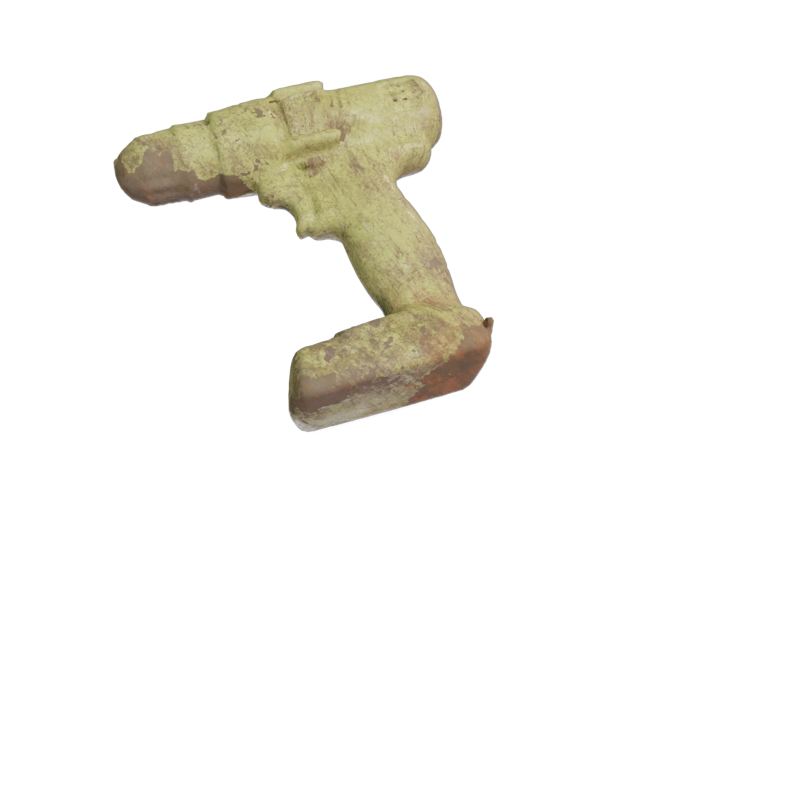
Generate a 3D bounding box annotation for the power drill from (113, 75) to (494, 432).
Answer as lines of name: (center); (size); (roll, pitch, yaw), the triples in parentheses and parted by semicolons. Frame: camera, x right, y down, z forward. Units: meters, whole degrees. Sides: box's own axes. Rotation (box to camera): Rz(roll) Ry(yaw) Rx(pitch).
power drill: (-0.046, -0.083, 0.583); (0.183, 0.200, 0.054); (-15, -26, -8)
